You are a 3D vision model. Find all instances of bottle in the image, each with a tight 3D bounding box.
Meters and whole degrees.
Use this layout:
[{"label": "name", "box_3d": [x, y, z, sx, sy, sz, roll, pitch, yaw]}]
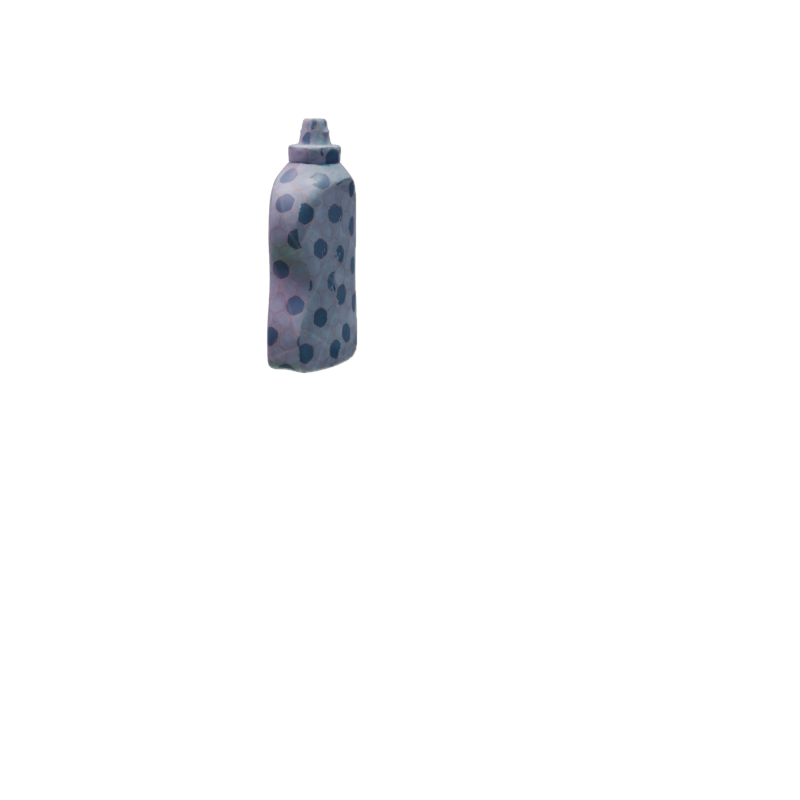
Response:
[{"label": "bottle", "box_3d": [-0.068, -0.124, 0.868, 0.061, 0.188, 0.094, 5, 10, 27]}]
